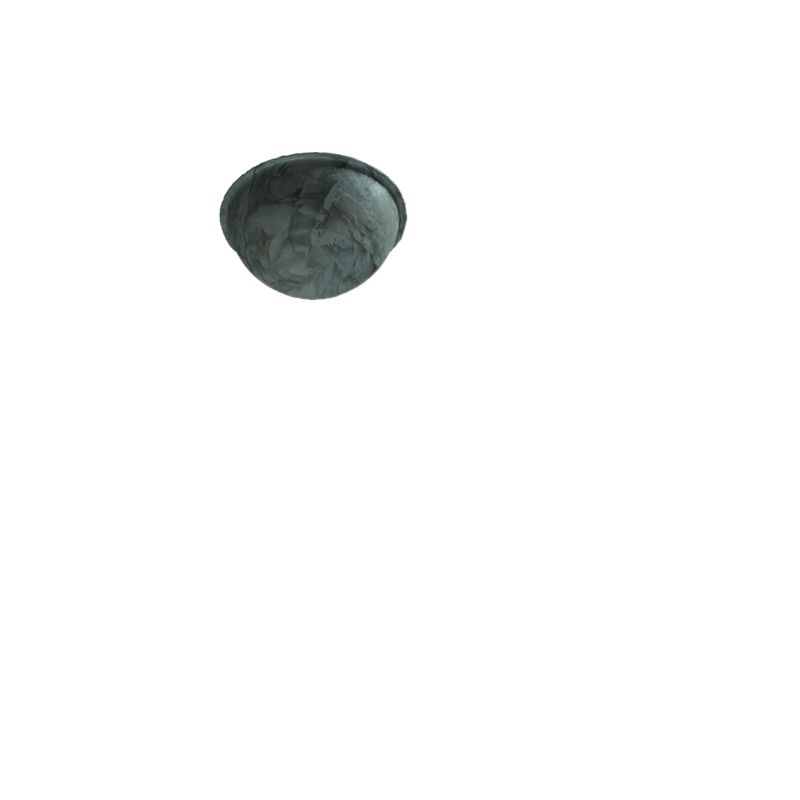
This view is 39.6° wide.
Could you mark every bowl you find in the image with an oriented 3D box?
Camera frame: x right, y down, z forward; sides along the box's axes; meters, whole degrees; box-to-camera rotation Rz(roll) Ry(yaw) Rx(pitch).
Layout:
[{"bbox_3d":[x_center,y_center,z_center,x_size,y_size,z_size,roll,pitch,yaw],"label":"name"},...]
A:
[{"bbox_3d":[-0.073,-0.134,0.935,0.162,0.059,0.151,1,-36,-2],"label":"bowl"}]
